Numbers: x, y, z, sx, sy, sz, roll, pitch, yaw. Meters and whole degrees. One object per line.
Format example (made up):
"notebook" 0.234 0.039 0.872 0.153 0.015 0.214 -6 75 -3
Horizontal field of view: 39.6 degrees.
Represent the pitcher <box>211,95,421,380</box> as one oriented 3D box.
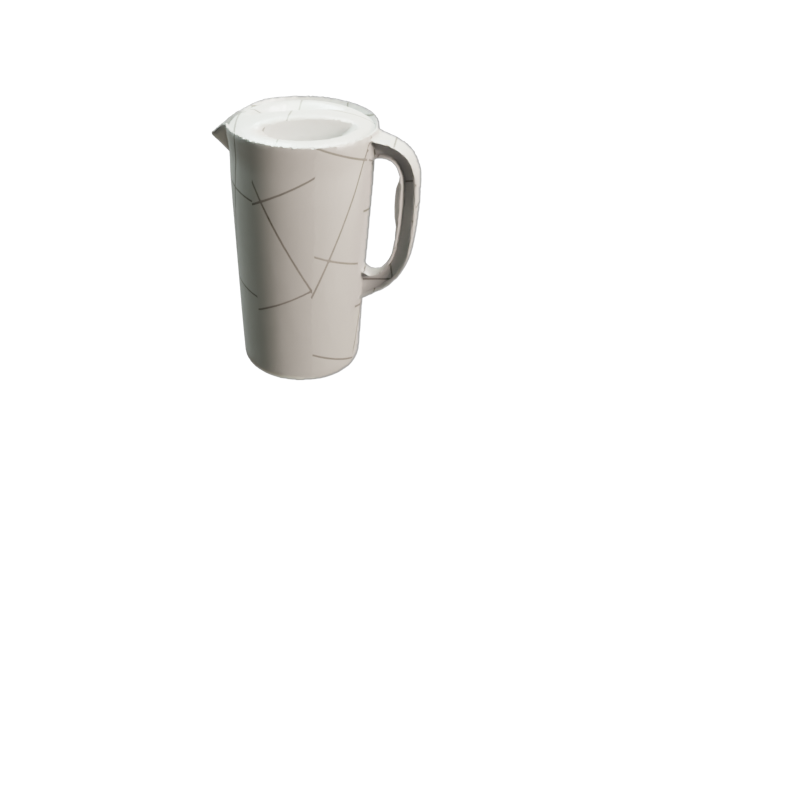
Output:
"pitcher" -0.078 -0.143 0.999 0.142 0.229 0.161 -14 33 -27
